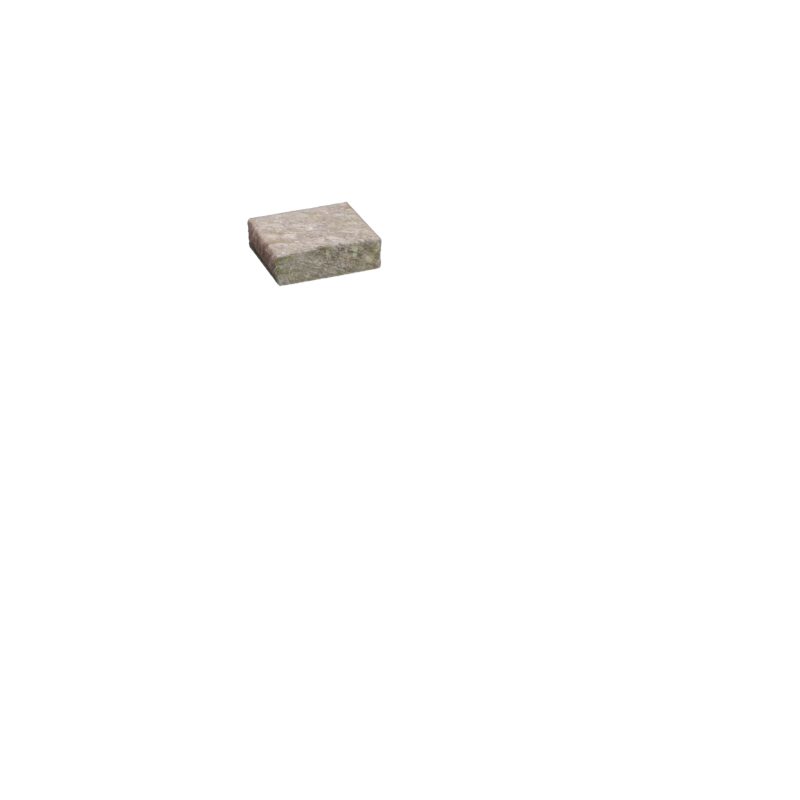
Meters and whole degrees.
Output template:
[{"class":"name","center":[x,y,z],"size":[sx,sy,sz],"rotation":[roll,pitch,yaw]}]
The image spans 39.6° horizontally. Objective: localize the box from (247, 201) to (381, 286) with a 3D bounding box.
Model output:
[{"class":"box","center":[-0.069,-0.126,0.882],"size":[0.088,0.028,0.079],"rotation":[-12,35,-19]}]
